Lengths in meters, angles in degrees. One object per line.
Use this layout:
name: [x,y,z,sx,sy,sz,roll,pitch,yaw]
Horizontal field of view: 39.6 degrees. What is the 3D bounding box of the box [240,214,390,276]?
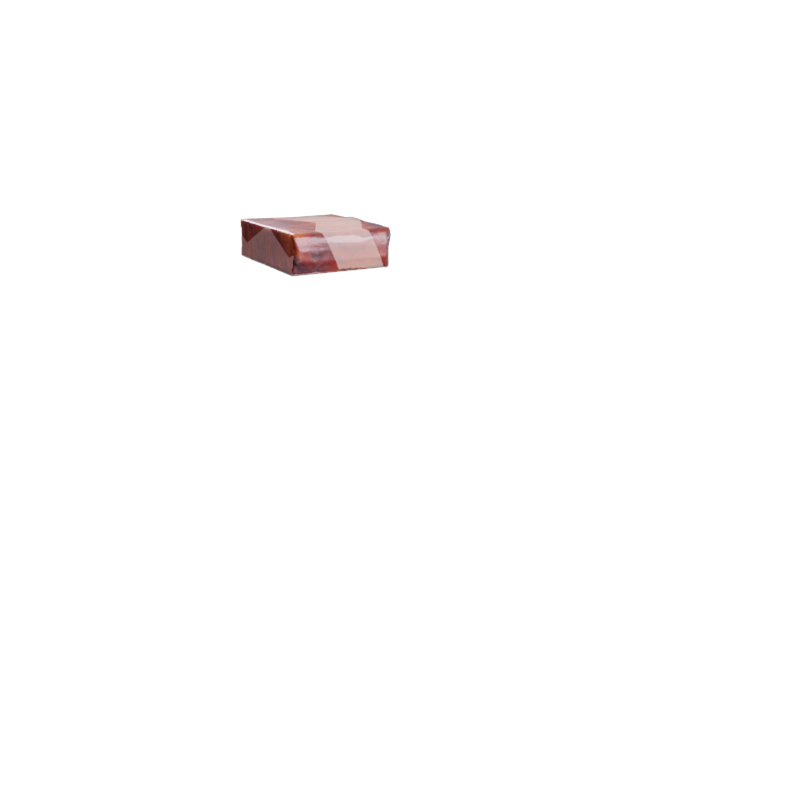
box: [-0.059,-0.108,0.758,0.071,0.029,0.094,-8,17,-27]
